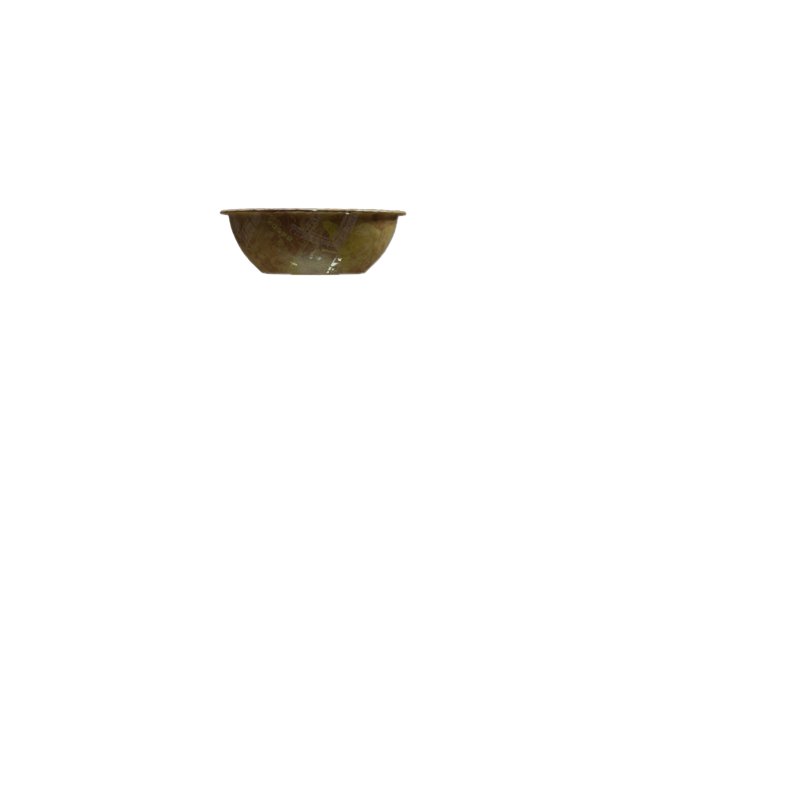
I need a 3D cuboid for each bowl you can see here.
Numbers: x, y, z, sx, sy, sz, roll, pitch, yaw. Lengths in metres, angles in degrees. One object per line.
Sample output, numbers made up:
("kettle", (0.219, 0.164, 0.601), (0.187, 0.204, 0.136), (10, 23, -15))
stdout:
("bowl", (-0.075, -0.137, 0.962), (0.162, 0.054, 0.164), (0, 8, -2))
